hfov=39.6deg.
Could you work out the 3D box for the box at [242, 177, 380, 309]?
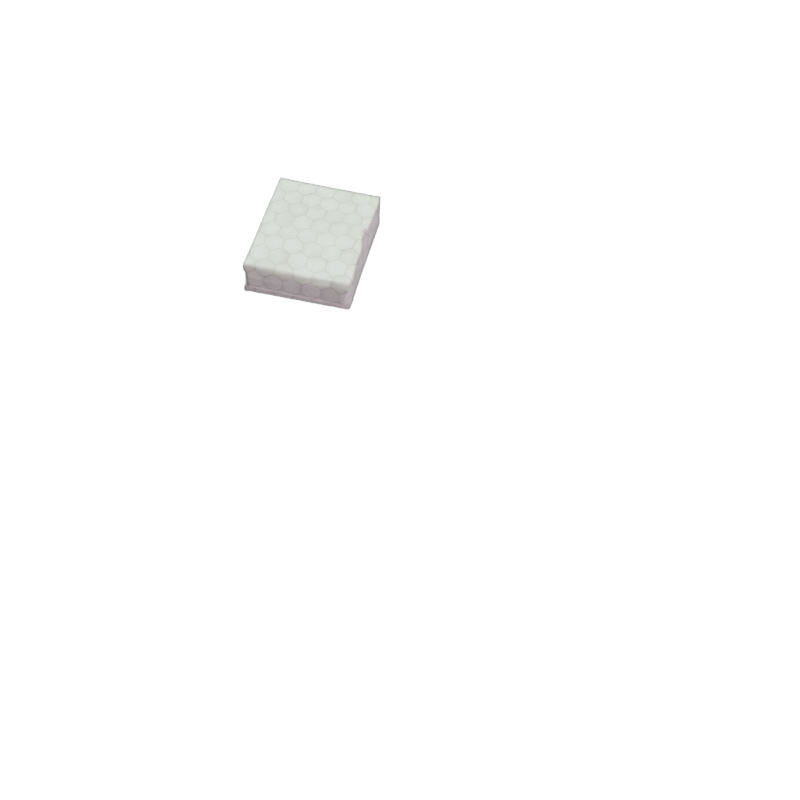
[{"bbox_3d":[-0.058,-0.106,0.746,0.074,0.094,0.028,11,-41,9],"label":"box"}]
